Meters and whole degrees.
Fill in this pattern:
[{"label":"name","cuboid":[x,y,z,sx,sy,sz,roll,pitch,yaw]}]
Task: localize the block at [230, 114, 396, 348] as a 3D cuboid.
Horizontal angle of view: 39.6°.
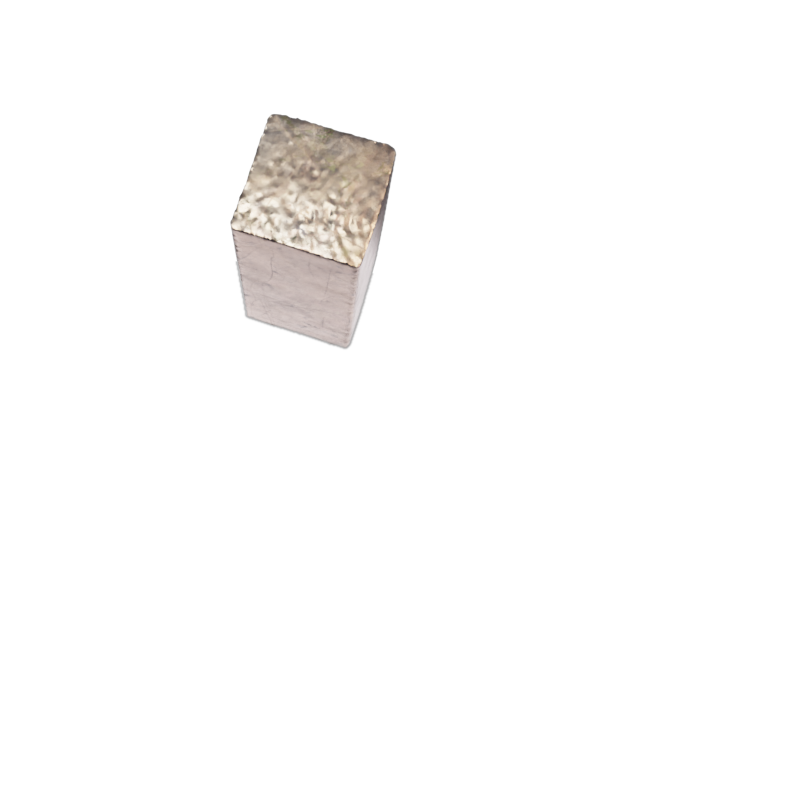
[{"label":"block","cuboid":[-0.063,-0.117,0.816,0.091,0.093,0.199,17,-14,1]}]
